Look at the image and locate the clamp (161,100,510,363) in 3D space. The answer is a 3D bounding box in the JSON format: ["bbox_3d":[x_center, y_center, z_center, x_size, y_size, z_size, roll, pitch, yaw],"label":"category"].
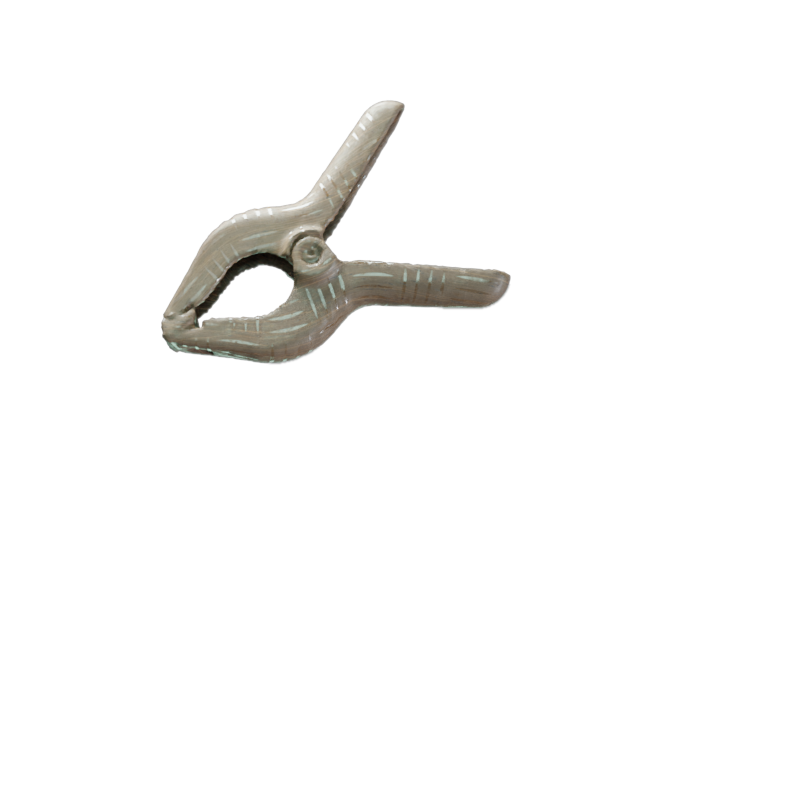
[{"bbox_3d":[-0.044,-0.080,0.558,0.171,0.127,0.037,-19,-22,-8],"label":"clamp"}]
